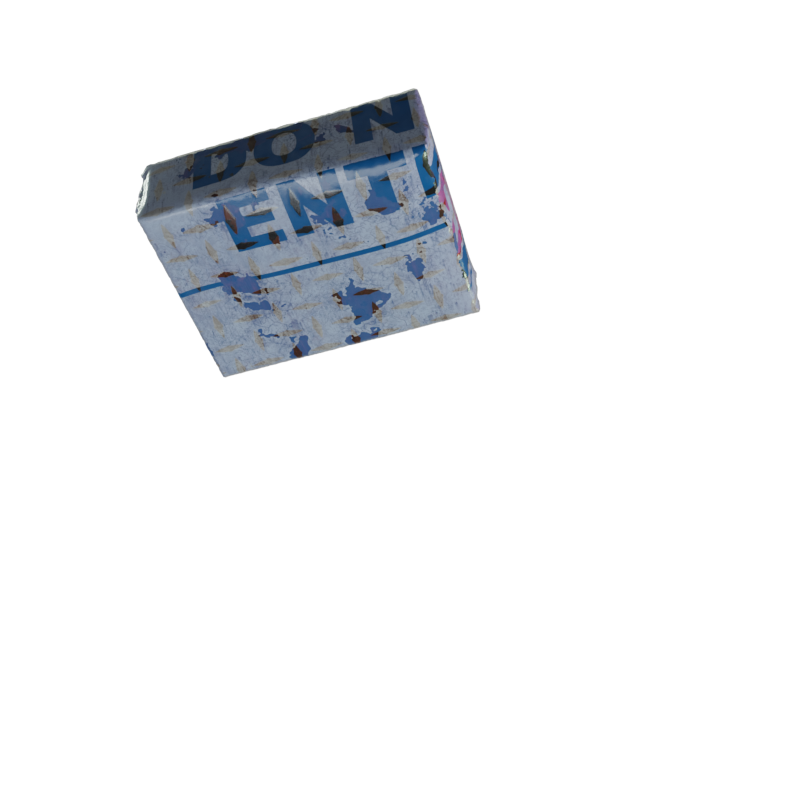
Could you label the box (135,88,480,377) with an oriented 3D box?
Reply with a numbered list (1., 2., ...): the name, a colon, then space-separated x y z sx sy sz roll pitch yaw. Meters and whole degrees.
1. box: -0.034 -0.062 0.433 0.114 0.042 0.083 -12 -47 11
